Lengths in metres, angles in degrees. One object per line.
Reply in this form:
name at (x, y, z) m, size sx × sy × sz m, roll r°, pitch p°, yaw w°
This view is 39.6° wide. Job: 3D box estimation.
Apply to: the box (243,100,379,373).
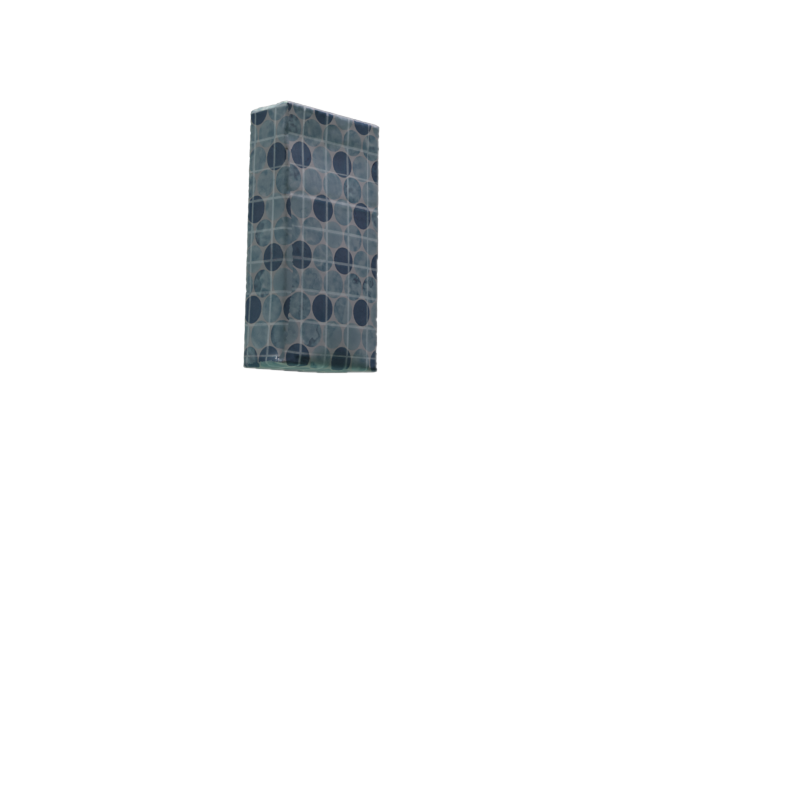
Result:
box at (-0.060, -0.109, 0.761) m, size 0.049 × 0.181 × 0.089 m, roll -10°, pitch -13°, yaw 43°
